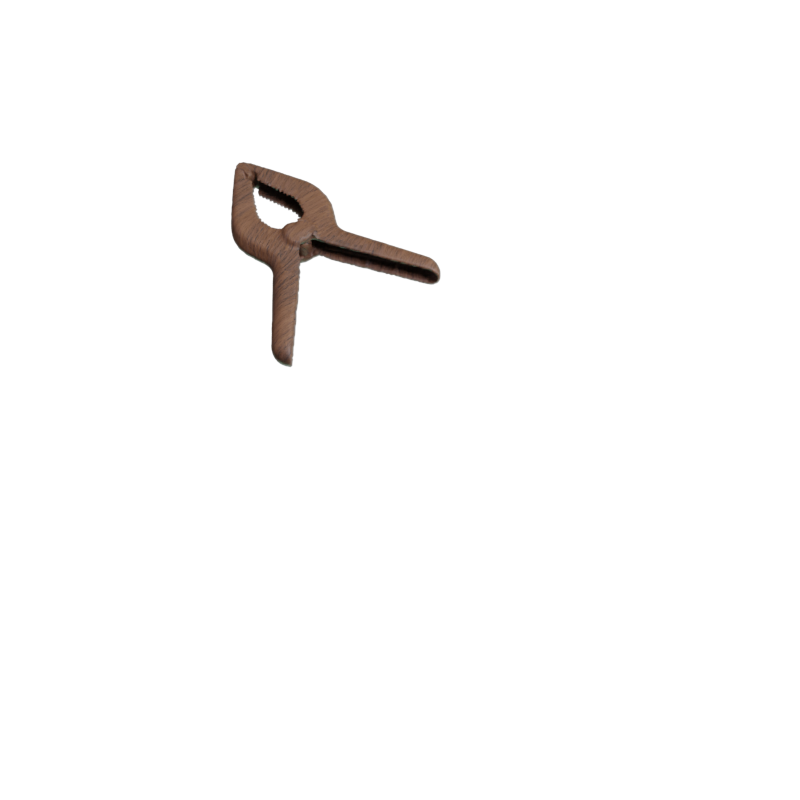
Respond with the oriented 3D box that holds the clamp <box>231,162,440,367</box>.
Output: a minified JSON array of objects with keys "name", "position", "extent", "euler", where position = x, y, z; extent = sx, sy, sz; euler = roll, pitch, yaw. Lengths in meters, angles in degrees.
[{"name":"clamp","position":[-0.077,-0.140,0.978],"extent":[0.164,0.226,0.034],"euler":[-23,-33,-16]}]
